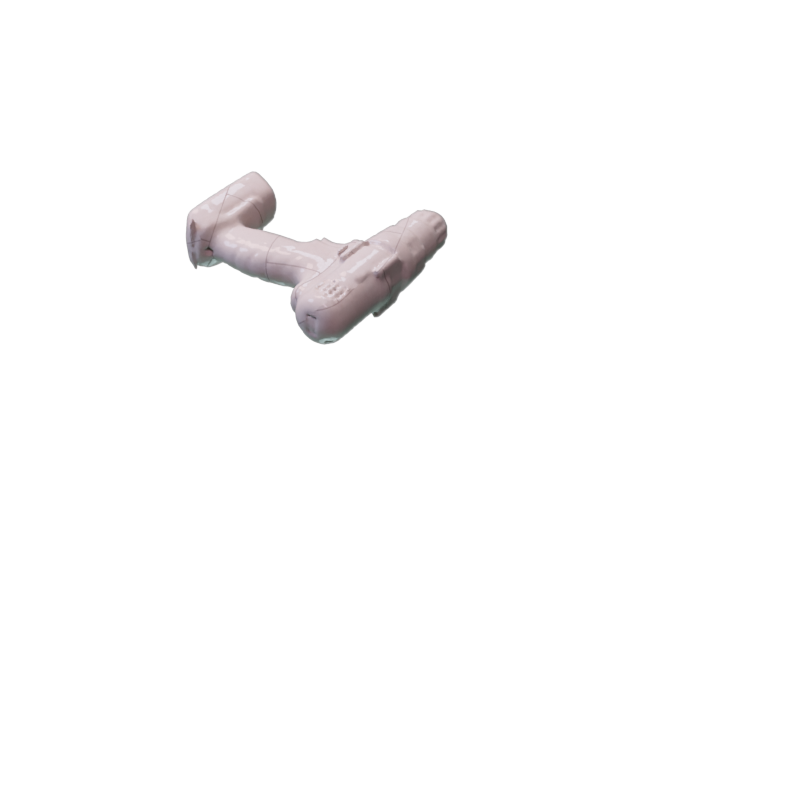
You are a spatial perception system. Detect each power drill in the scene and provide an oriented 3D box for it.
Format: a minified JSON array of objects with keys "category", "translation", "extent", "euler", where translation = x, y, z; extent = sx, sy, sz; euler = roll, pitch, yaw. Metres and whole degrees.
[{"category":"power drill","translation":[-0.074,-0.136,0.950],"extent":[0.198,0.054,0.187],"euler":[23,43,27]}]
